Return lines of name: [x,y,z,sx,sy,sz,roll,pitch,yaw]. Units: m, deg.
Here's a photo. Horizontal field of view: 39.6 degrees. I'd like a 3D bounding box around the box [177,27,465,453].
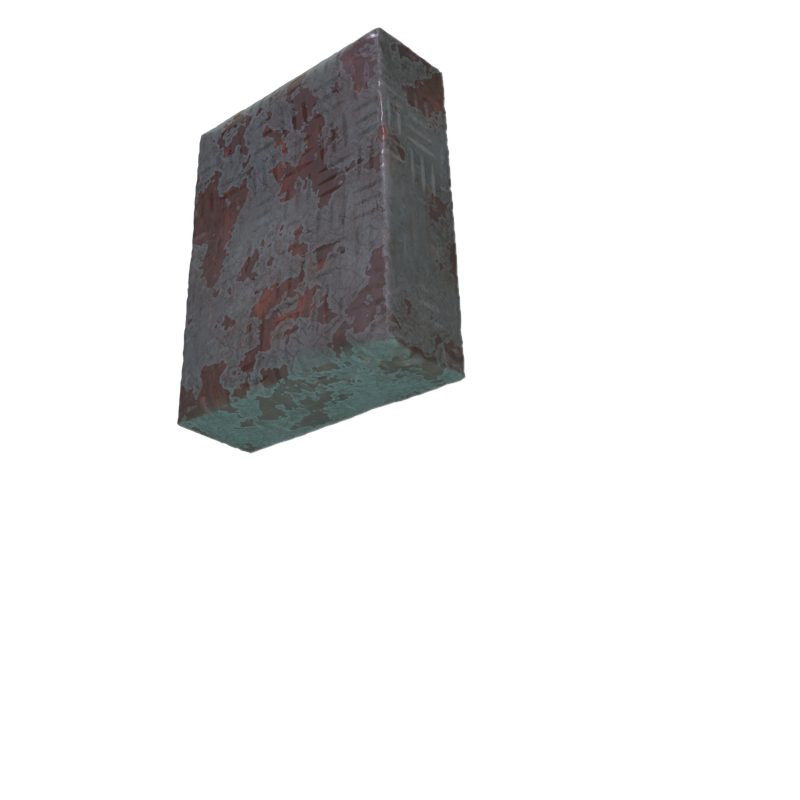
box: [-0.052,-0.095,0.667,0.165,0.227,0.067,-22,-35,34]
